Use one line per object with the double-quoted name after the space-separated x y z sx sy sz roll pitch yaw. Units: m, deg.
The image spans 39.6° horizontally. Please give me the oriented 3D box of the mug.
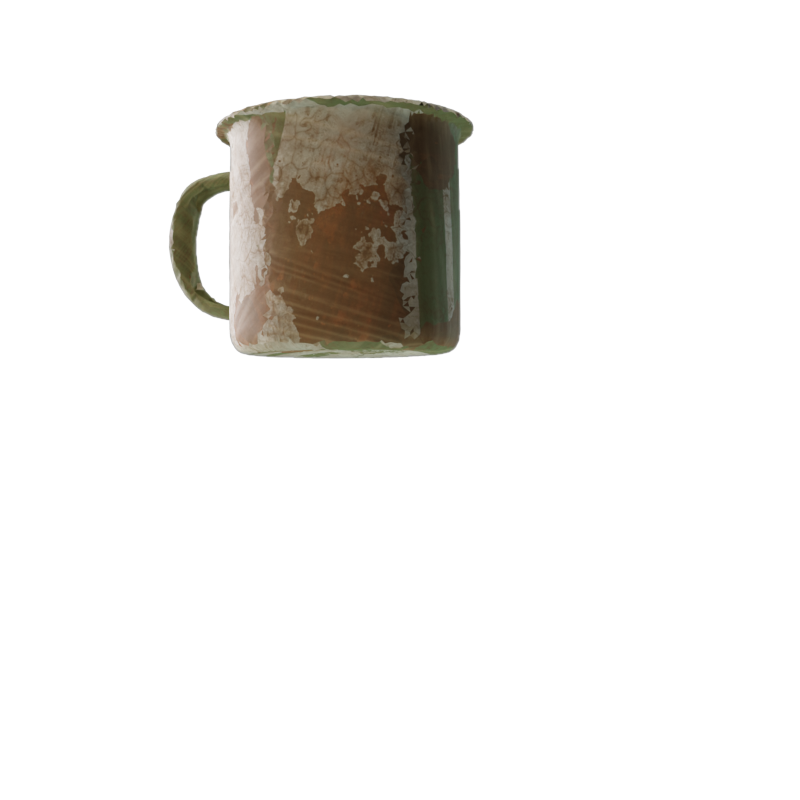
-0.031 -0.057 0.400 0.120 0.083 0.090 -1 -4 20 "mug"
